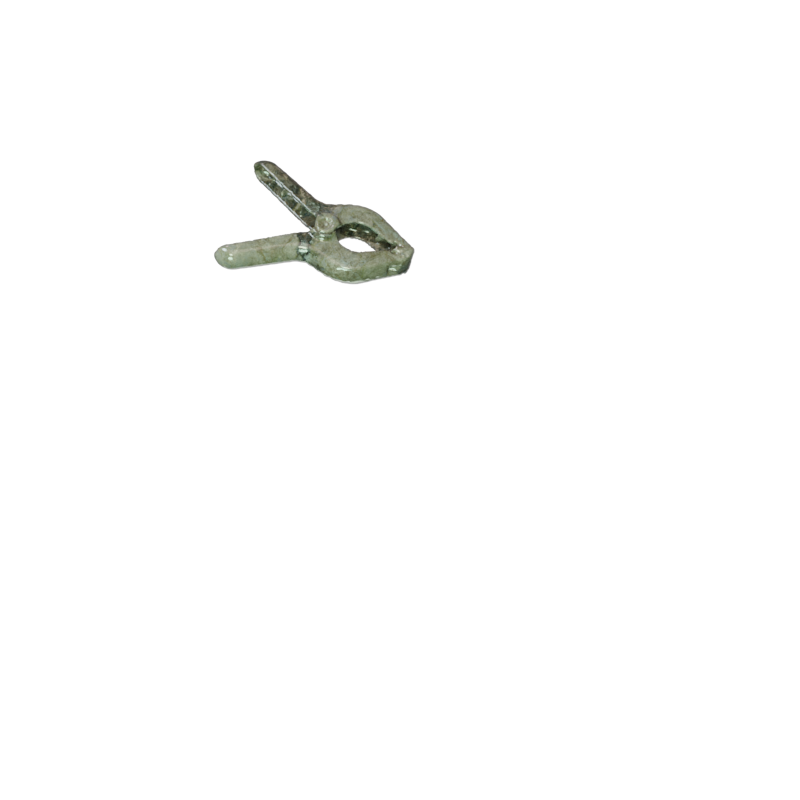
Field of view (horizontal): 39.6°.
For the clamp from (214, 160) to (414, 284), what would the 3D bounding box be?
[{"bbox_3d":[-0.077,-0.140,0.983,0.176,0.124,0.037,23,-27,12],"label":"clamp"}]
